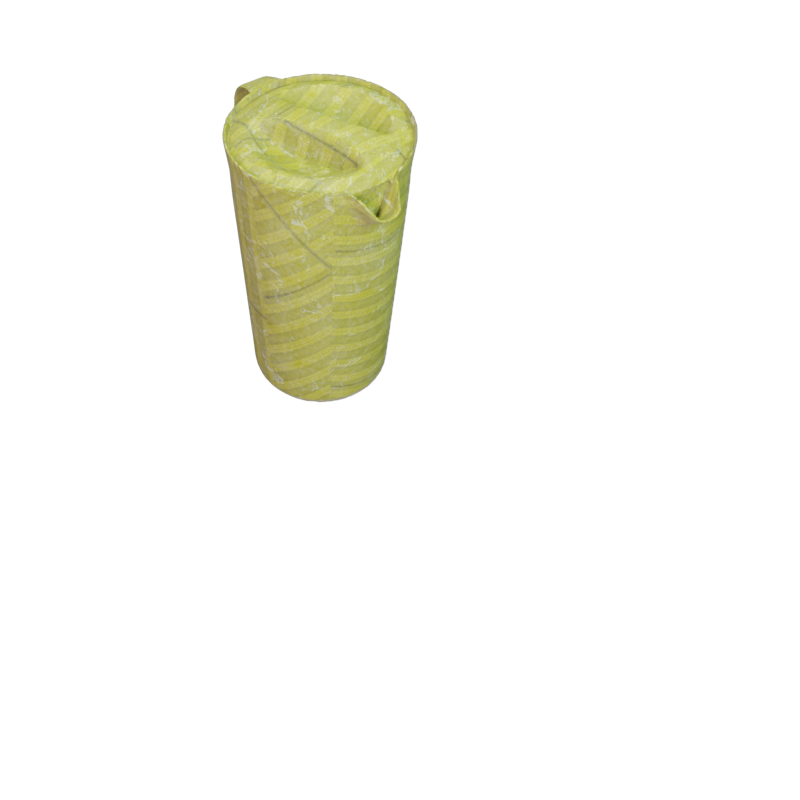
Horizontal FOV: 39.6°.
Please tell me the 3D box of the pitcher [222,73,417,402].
[{"bbox_3d":[-0.066,-0.120,0.838,0.146,0.158,0.226,8,-42,4],"label":"pitcher"}]
